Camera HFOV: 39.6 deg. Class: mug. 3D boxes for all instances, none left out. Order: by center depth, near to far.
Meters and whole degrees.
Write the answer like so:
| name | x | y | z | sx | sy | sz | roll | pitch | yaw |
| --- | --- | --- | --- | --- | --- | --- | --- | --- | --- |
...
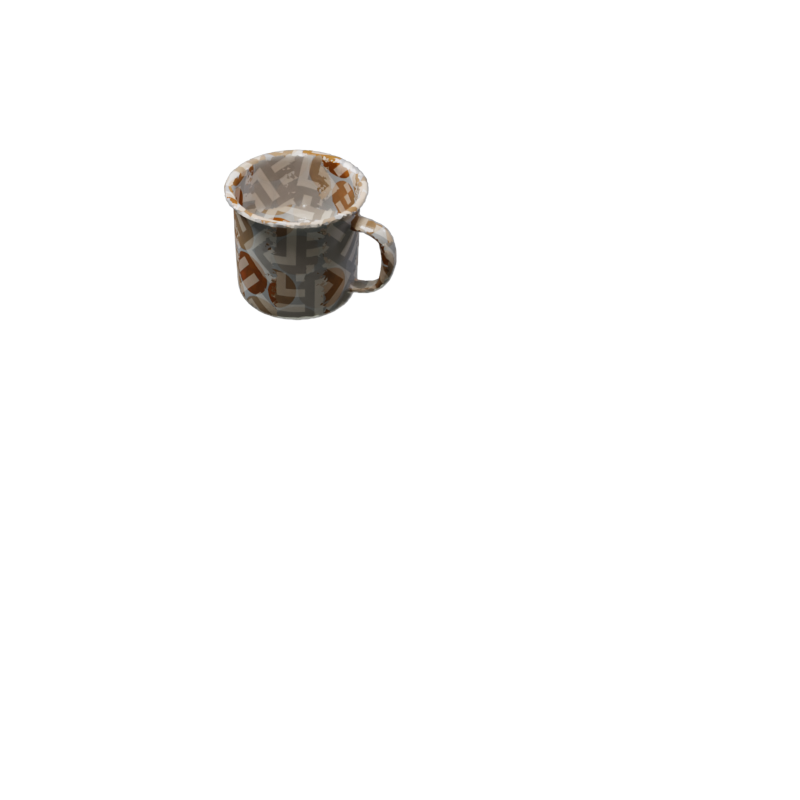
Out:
| name | x | y | z | sx | sy | sz | roll | pitch | yaw |
| --- | --- | --- | --- | --- | --- | --- | --- | --- | --- |
| mug | -0.057 | -0.104 | 0.729 | 0.121 | 0.076 | 0.096 | 16 | 41 | 18 |
